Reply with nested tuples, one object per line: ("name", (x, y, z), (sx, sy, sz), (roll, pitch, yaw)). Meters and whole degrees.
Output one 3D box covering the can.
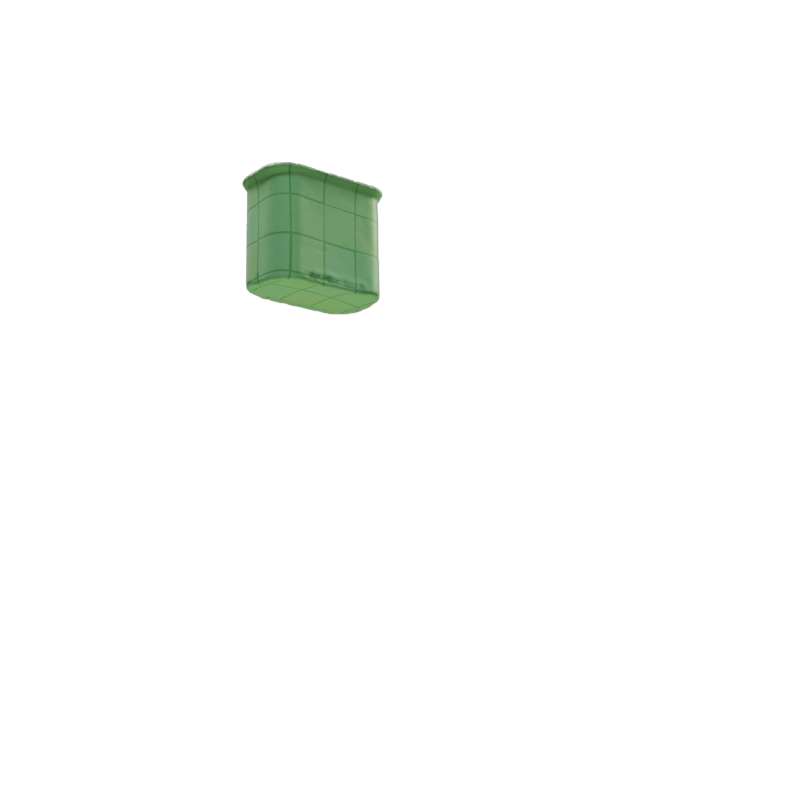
("can", (-0.061, -0.112, 0.785), (0.097, 0.088, 0.058), (12, -22, -37))
